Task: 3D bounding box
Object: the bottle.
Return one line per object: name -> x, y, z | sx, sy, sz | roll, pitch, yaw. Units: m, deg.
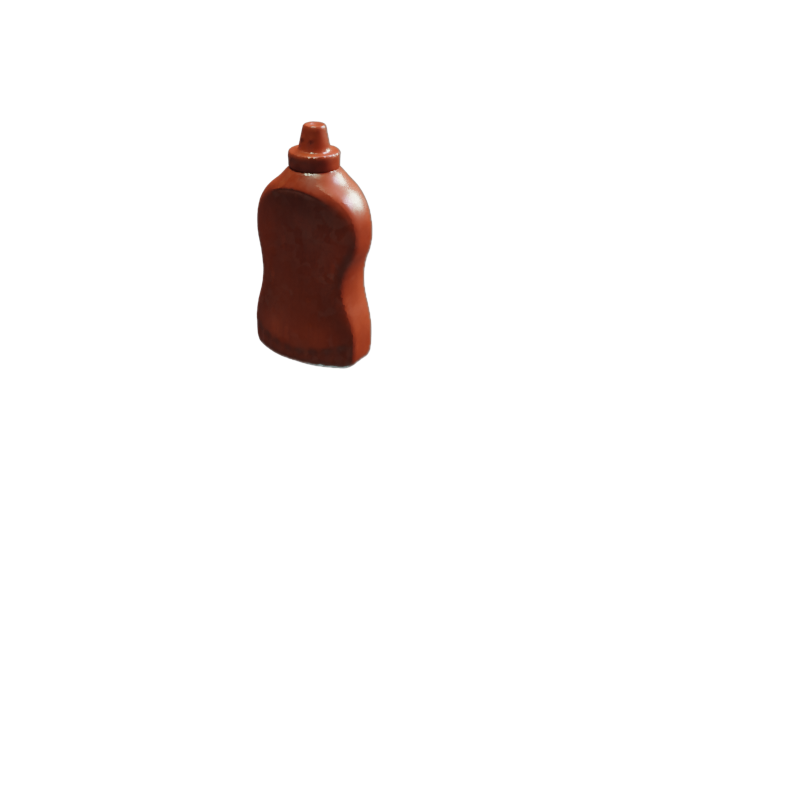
bottle -> -0.068, -0.125, 0.878 | 0.101, 0.182, 0.058 | 16, 27, 31
